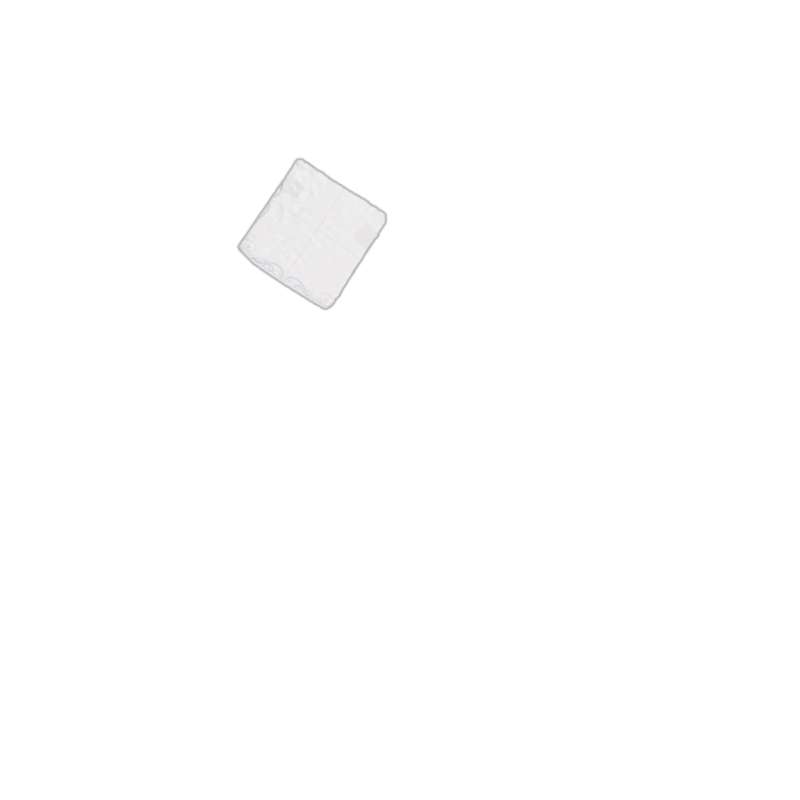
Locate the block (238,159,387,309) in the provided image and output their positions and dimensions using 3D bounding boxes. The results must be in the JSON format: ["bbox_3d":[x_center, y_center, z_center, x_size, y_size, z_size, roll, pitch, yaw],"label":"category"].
[{"bbox_3d":[-0.077,-0.140,0.983,0.090,0.091,0.206,33,0,-4],"label":"block"}]
